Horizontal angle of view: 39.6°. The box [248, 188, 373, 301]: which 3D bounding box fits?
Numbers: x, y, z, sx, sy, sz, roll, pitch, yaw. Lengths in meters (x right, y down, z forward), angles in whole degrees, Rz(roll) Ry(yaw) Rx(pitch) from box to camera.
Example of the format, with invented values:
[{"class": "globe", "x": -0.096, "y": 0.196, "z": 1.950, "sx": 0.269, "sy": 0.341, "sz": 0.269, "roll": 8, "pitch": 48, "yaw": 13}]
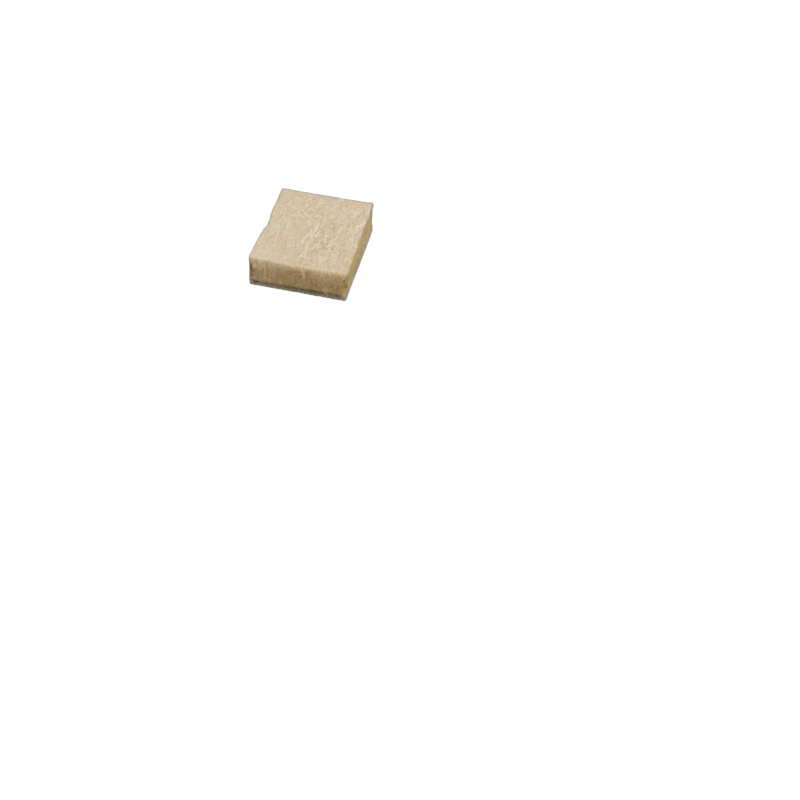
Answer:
[{"class": "box", "x": -0.064, "y": -0.117, "z": 0.819, "sx": 0.074, "sy": 0.028, "sz": 0.094, "roll": 10, "pitch": 45, "yaw": 9}]
